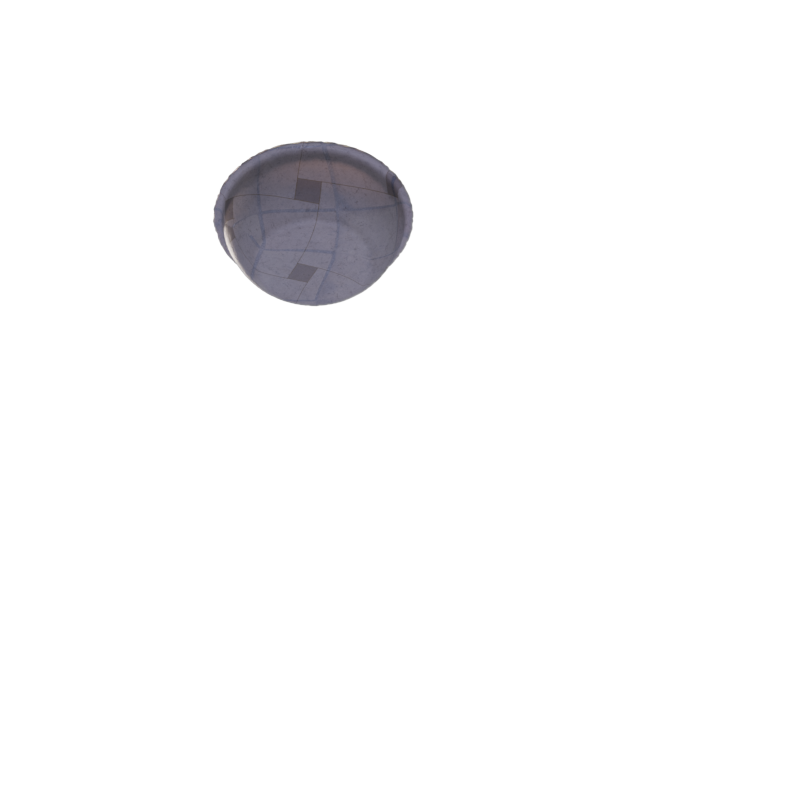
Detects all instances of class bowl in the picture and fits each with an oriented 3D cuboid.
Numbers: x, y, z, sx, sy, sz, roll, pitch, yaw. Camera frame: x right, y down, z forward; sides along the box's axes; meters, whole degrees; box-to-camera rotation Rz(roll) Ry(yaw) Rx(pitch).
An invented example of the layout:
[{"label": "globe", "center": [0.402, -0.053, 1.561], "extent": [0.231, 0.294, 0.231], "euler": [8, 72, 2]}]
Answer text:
[{"label": "bowl", "center": [-0.069, -0.125, 0.878], "extent": [0.162, 0.059, 0.151], "euler": [1, -44, -1]}]
